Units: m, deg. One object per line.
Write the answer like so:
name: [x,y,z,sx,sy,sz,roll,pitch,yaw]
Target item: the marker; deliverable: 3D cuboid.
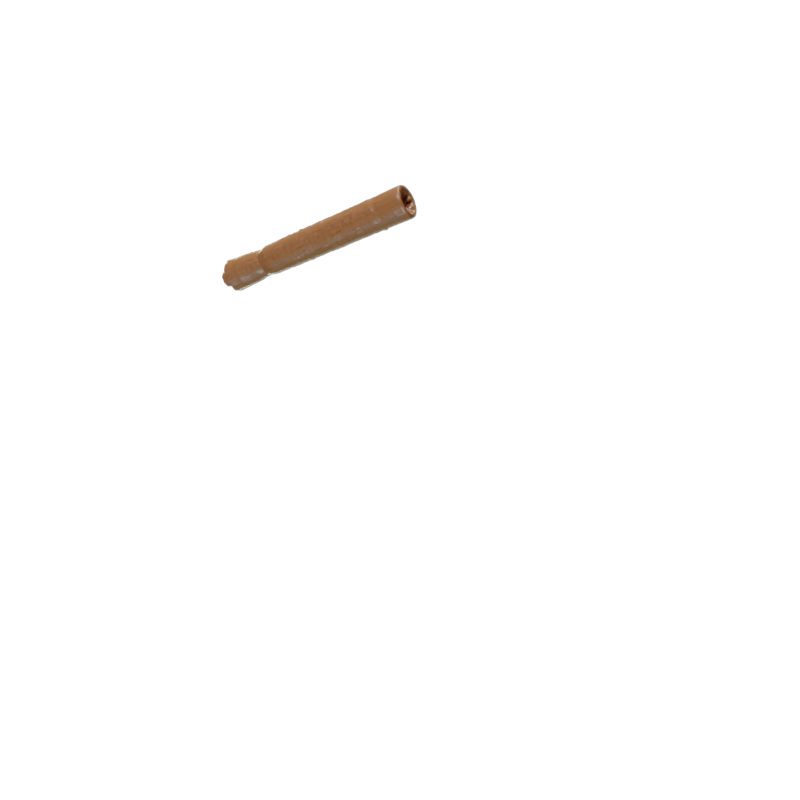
marker: [-0.047,-0.086,0.603,0.122,0.020,0.019,-19,-5,27]
